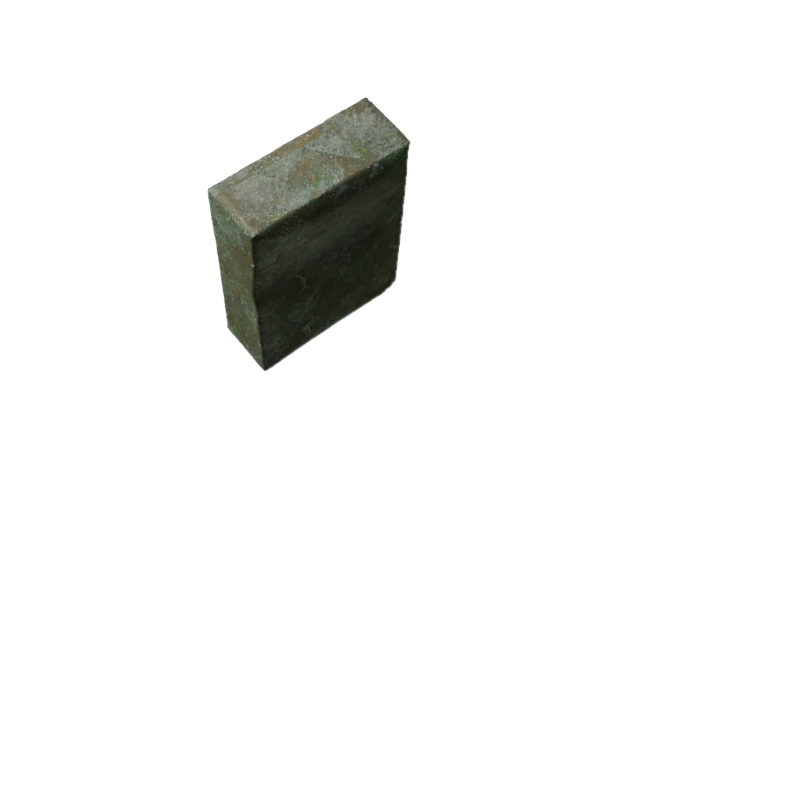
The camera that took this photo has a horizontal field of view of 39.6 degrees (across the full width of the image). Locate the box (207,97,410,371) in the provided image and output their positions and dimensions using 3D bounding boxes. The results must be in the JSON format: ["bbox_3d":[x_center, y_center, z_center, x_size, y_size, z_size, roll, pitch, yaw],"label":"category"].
[{"bbox_3d":[-0.076,-0.139,0.973,0.165,0.076,0.201,-35,-22,-21],"label":"box"}]
